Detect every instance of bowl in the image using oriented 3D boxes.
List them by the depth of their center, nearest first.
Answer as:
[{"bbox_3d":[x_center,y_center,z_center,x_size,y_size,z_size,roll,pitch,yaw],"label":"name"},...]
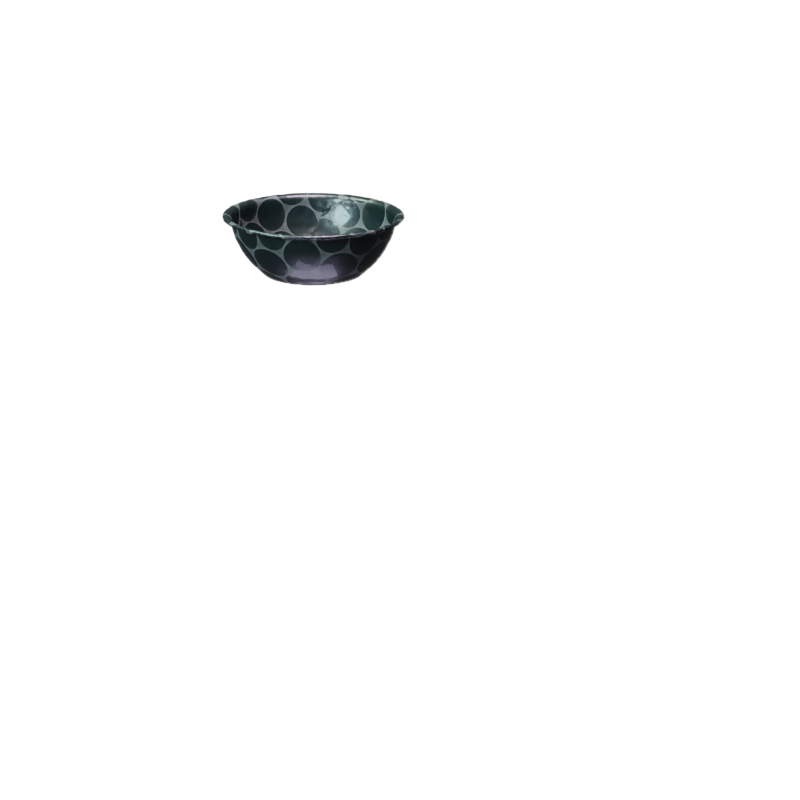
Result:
[{"bbox_3d":[-0.078,-0.142,0.992,0.162,0.053,0.169,-1,22,-2],"label":"bowl"}]
